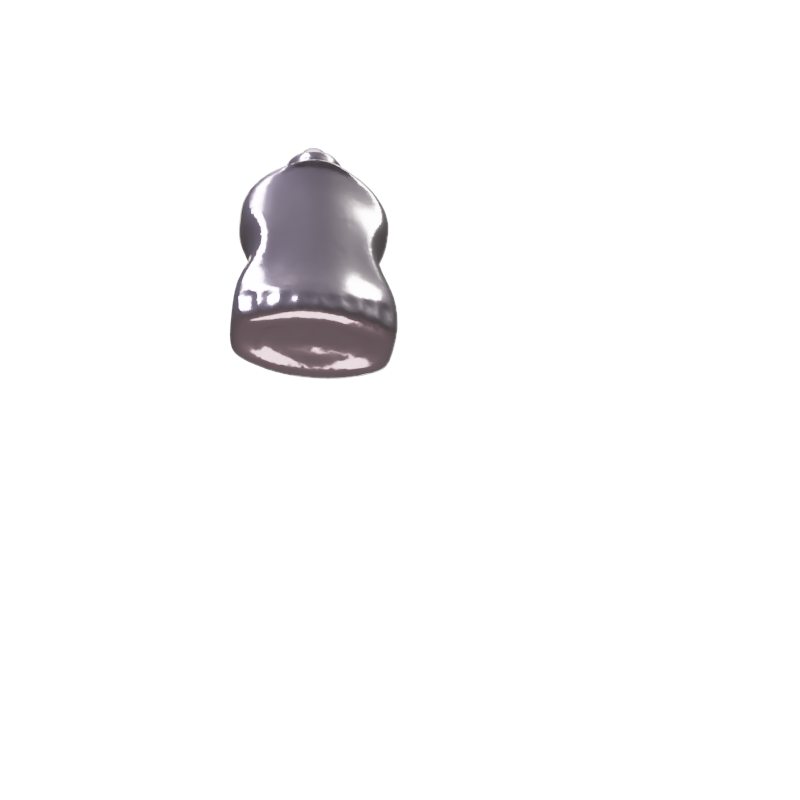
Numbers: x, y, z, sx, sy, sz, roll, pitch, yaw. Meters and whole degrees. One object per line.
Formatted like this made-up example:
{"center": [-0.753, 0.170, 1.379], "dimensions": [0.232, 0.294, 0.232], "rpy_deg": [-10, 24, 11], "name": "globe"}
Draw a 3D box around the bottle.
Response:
{"center": [-0.055, -0.100, 0.706], "dimensions": [0.095, 0.055, 0.206], "rpy_deg": [3, 43, -7], "name": "bottle"}
